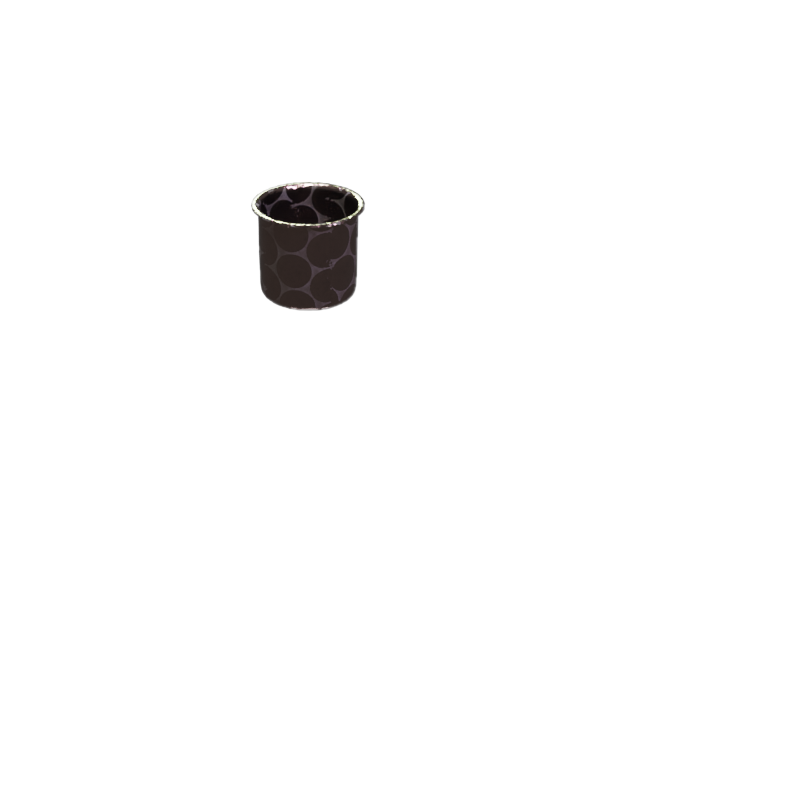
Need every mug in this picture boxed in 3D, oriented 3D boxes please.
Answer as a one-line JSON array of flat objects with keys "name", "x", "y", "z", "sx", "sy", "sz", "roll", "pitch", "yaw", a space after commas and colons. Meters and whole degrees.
[{"name": "mug", "x": -0.073, "y": -0.133, "z": 0.932, "sx": 0.096, "sy": 0.077, "sz": 0.121, "roll": 9, "pitch": 31, "yaw": 15}]
